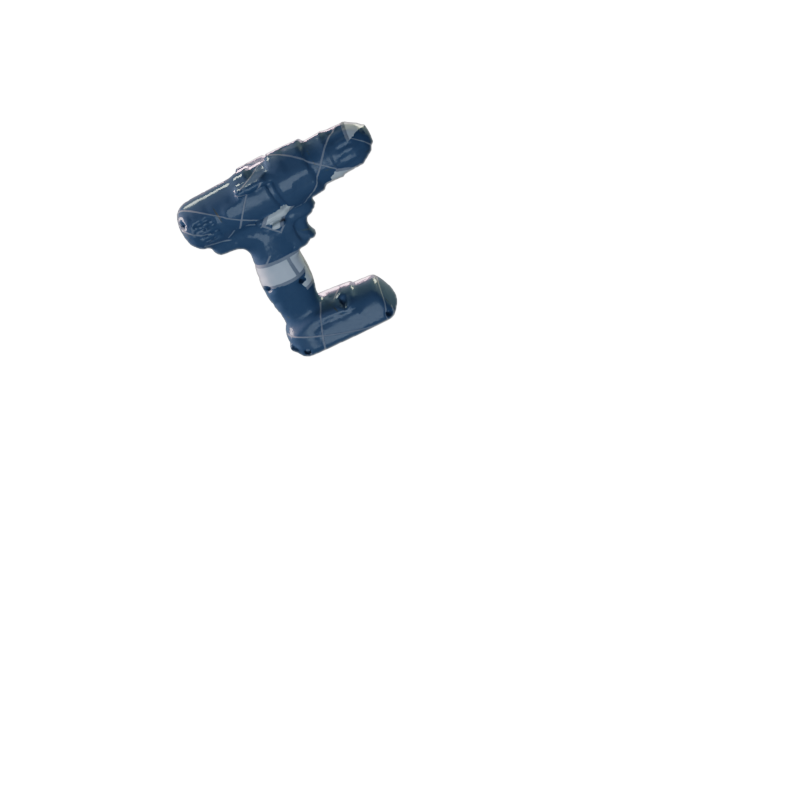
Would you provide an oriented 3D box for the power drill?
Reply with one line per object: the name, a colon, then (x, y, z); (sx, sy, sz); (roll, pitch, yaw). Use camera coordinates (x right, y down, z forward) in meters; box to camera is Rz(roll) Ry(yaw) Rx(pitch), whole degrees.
power drill: (-0.077, -0.140, 0.981); (0.185, 0.176, 0.061); (-24, 29, 14)
